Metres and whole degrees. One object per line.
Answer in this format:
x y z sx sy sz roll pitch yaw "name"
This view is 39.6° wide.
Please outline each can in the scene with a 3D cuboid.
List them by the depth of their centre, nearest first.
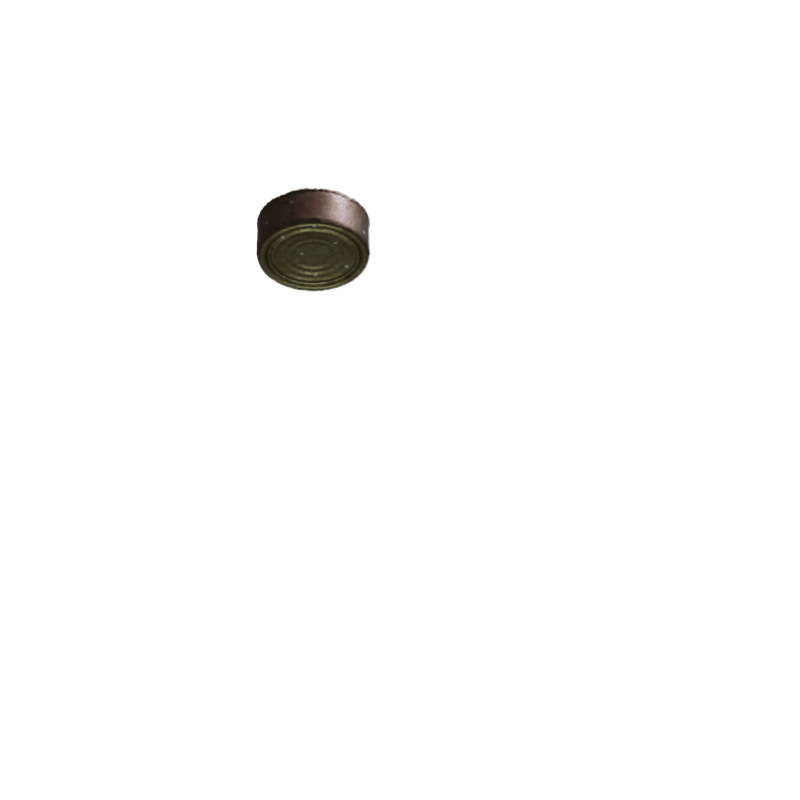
-0.065 -0.119 0.831 0.086 0.036 0.080 1 -34 -2 "can"
